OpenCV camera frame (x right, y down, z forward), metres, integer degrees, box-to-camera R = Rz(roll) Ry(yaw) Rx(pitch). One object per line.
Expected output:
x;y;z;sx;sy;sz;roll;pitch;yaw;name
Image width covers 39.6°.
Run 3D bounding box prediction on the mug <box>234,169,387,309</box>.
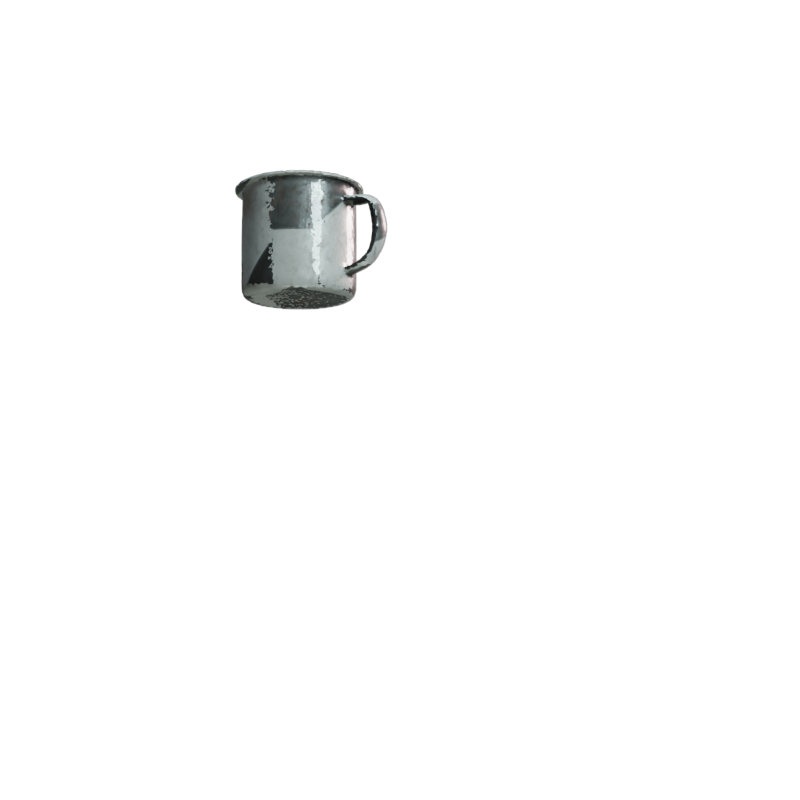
-0.061;-0.112;0.785;0.120;0.084;0.088;-6;-12;29;mug
